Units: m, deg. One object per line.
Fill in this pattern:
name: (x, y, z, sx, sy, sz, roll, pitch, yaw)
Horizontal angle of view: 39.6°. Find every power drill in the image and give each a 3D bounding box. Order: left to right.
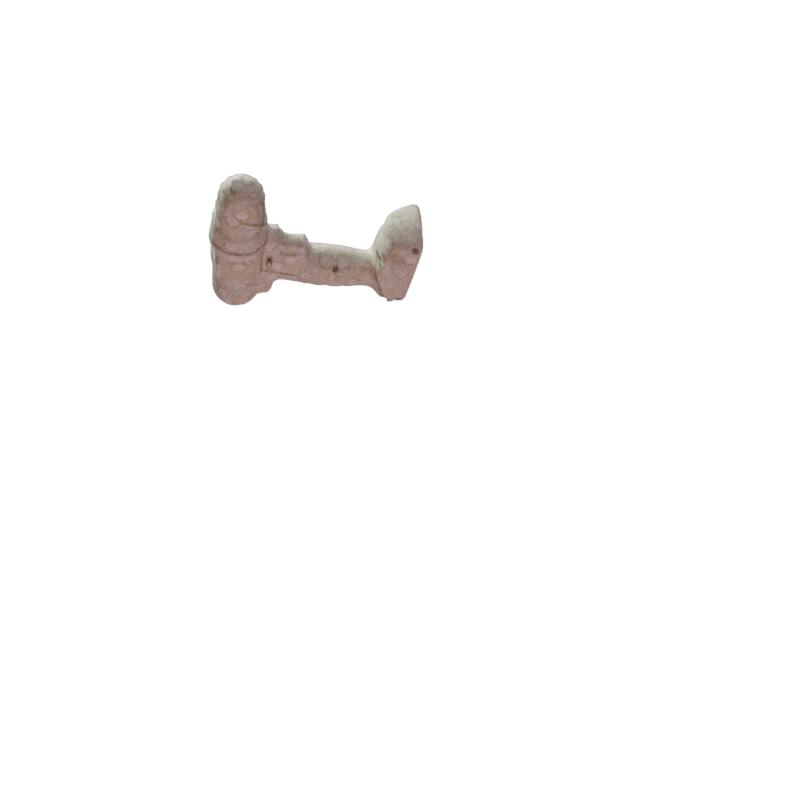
power drill: (-0.078, -0.142, 0.997, 0.186, 0.061, 0.176, 3, -23, -7)
